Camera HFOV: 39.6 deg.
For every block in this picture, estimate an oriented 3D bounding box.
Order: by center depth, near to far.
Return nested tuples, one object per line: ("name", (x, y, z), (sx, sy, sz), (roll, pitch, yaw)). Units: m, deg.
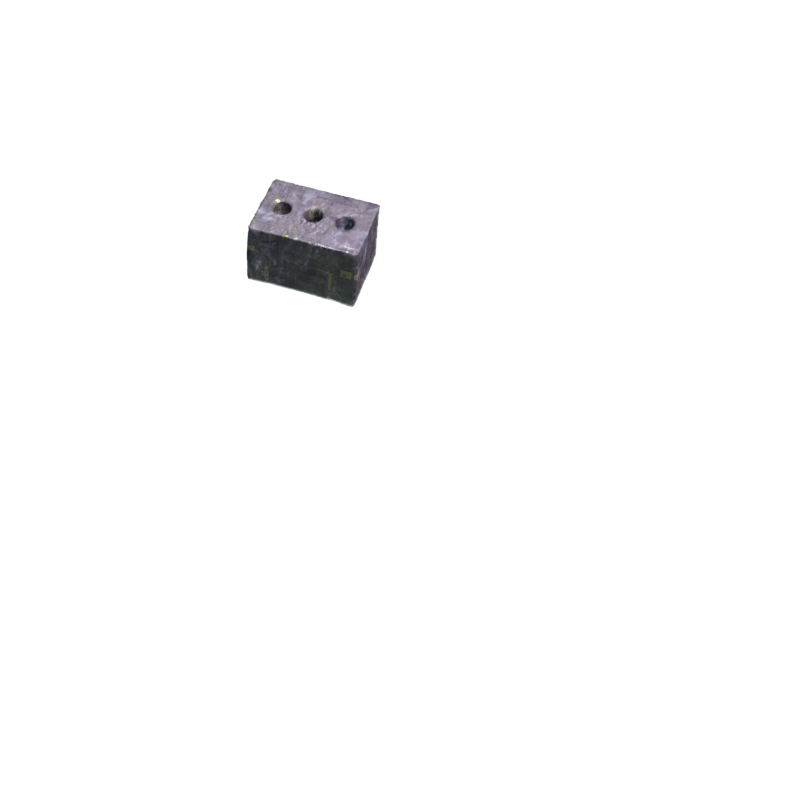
("block", (-0.058, -0.106, 0.744), (0.080, 0.055, 0.048), (15, -39, 11))
